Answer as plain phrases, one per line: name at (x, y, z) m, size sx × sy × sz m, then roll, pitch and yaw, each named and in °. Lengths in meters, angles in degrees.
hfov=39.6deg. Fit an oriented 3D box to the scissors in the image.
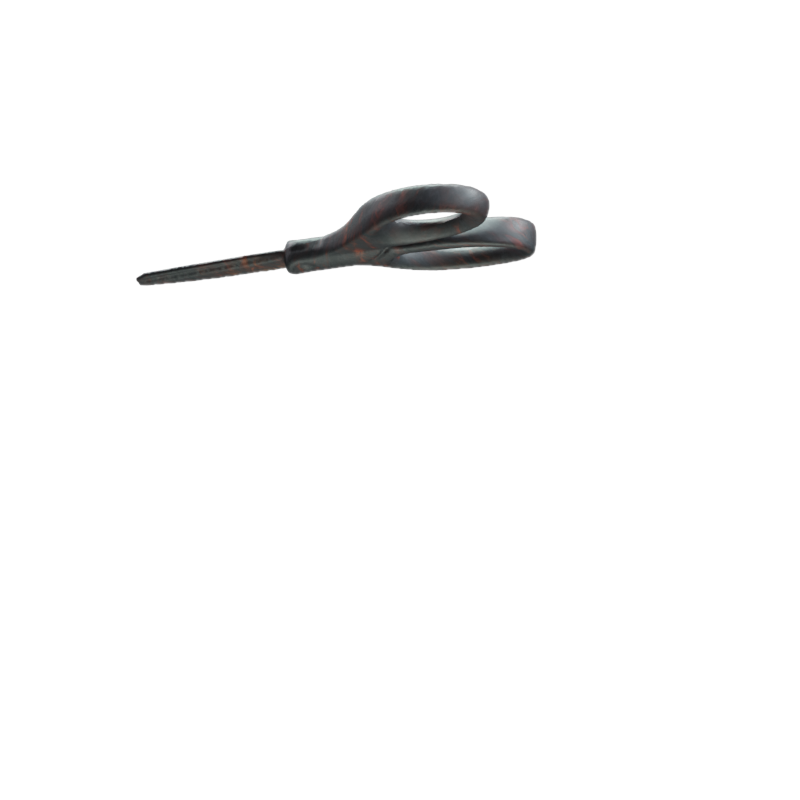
scissors at (-0.040, -0.073, 0.510) m, size 0.204 × 0.016 × 0.092 m, roll -2°, pitch -12°, yaw 9°
